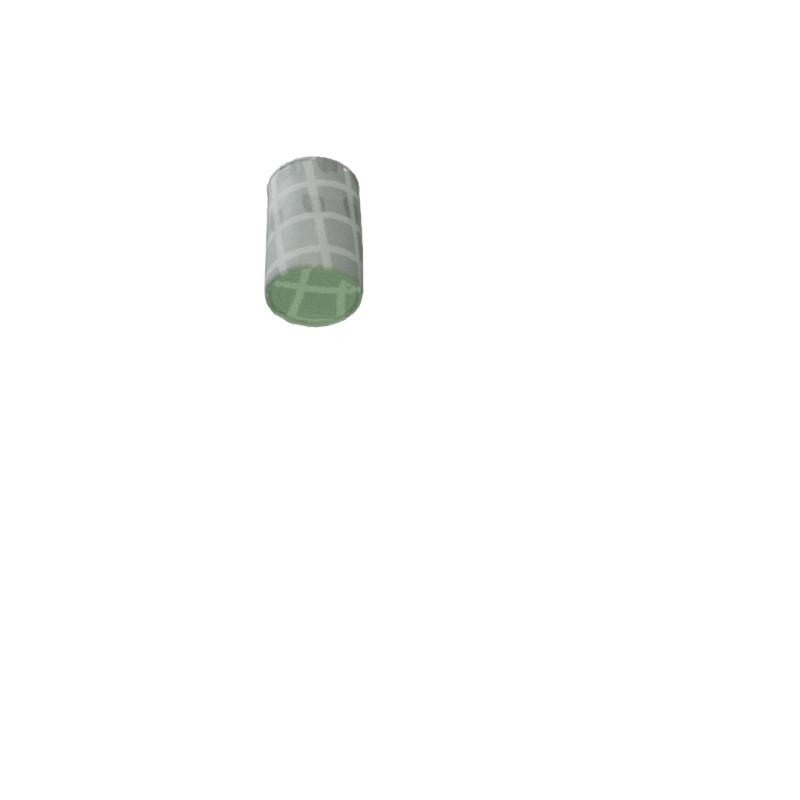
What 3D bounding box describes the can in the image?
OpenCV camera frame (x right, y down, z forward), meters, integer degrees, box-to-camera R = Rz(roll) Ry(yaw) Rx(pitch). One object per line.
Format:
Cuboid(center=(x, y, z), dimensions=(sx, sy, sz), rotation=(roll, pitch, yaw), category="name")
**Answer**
Cuboid(center=(-0.060, -0.110, 0.773), dimensions=(0.068, 0.110, 0.064), rotation=(-1, -38, -3), category="can")
